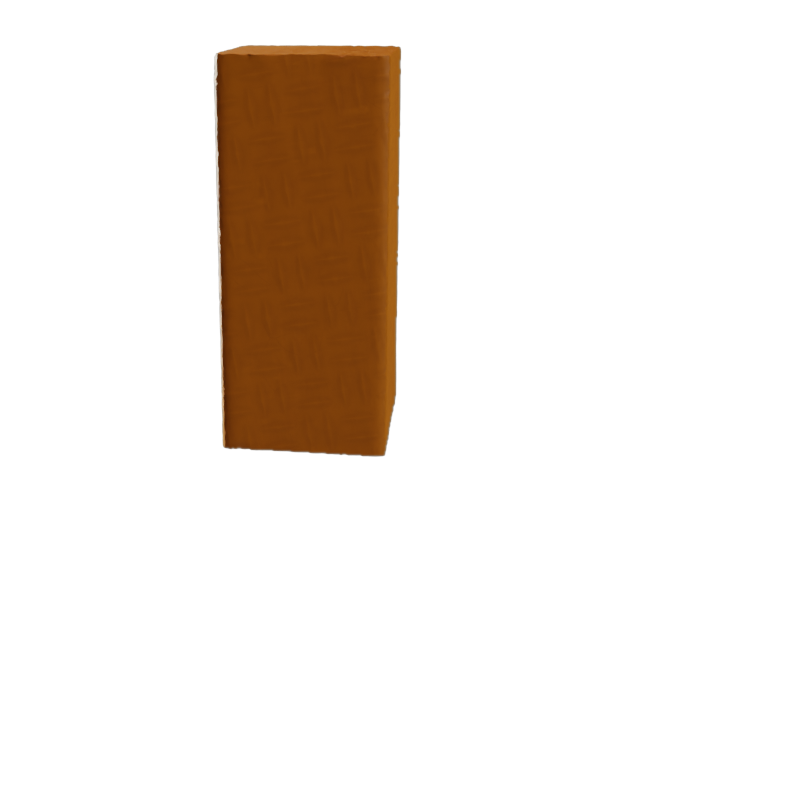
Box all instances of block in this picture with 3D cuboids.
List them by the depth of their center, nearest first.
[{"bbox_3d":[-0.048,-0.086,0.600,0.091,0.199,0.093,2,15,4],"label":"block"}]
